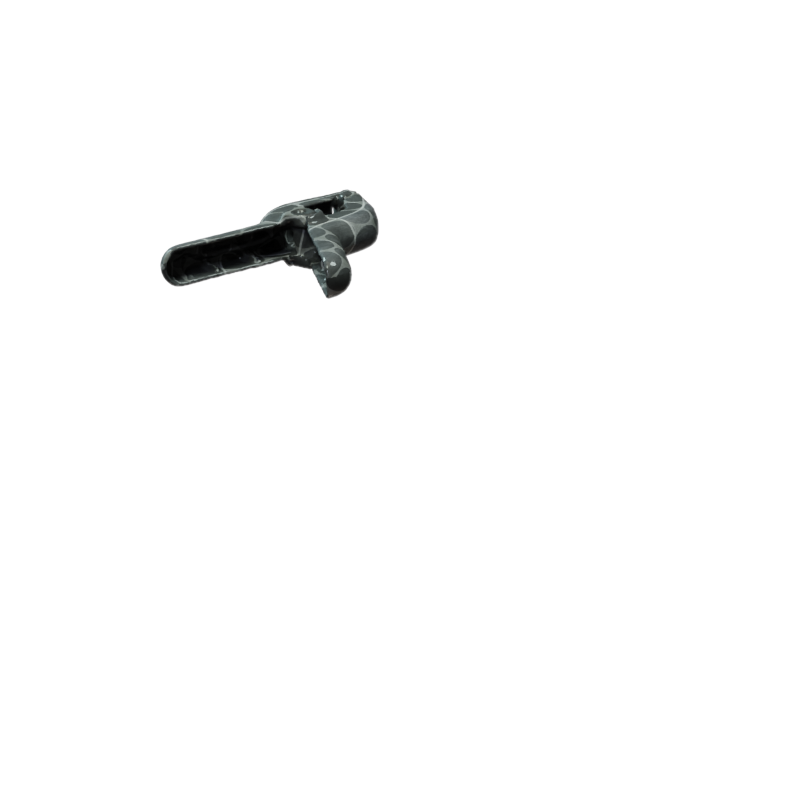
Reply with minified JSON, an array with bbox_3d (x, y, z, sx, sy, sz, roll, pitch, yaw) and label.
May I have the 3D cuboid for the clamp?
[{"bbox_3d":[-0.055,-0.100,0.700,0.126,0.037,0.173,15,31,27],"label":"clamp"}]
